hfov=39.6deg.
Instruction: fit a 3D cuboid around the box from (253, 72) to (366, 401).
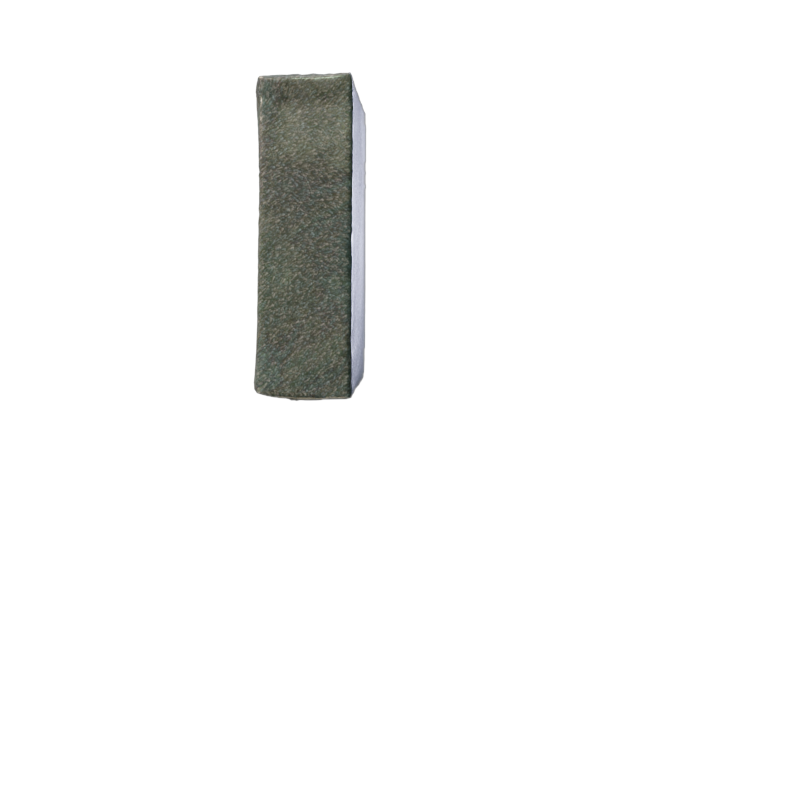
[{"bbox_3d":[-0.062,-0.113,0.794,0.072,0.215,0.163,0,0,2],"label":"box"}]
